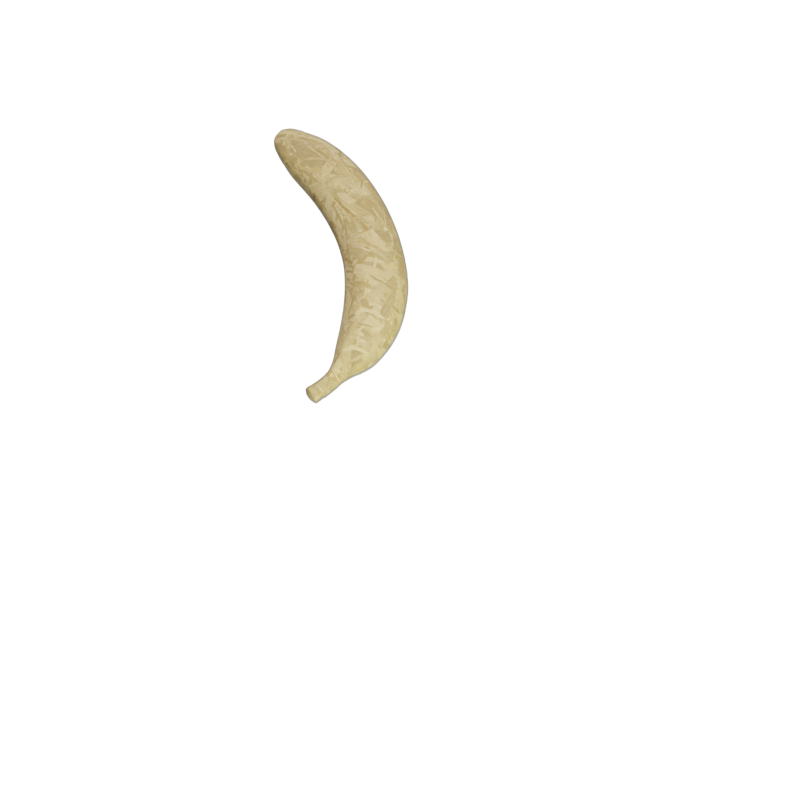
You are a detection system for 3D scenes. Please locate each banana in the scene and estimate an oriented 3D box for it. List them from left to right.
[{"bbox_3d":[-0.034,-0.095,0.676,0.069,0.212,0.034,-7,-33,-5],"label":"banana"}]
